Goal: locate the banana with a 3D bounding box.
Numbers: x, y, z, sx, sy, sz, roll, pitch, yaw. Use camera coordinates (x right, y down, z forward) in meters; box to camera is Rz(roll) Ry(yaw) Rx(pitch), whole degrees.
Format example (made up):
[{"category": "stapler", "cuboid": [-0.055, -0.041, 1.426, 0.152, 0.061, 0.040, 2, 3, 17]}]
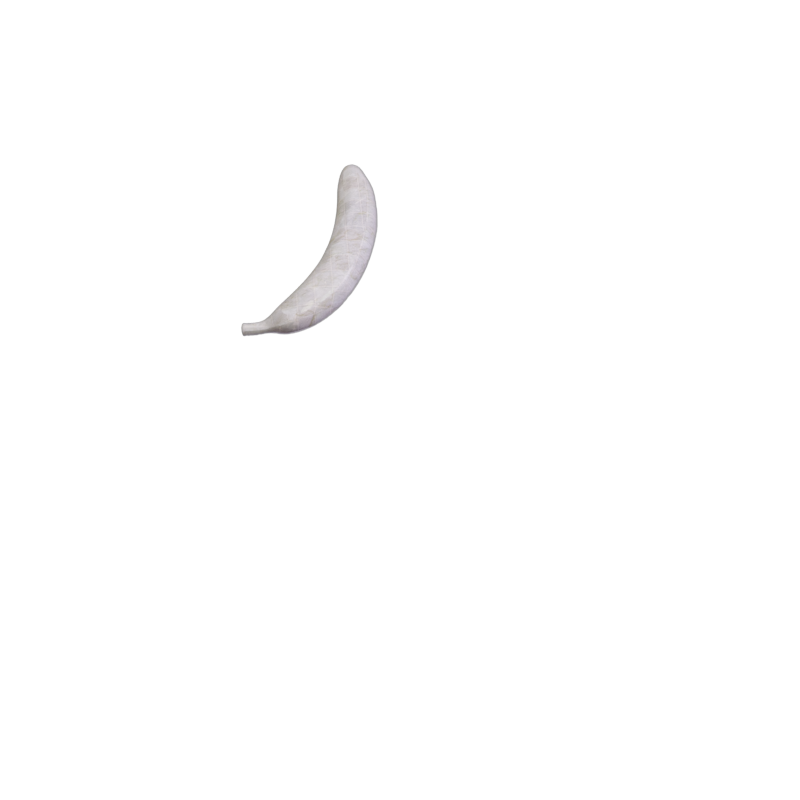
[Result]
[{"category": "banana", "cuboid": [-0.059, -0.125, 0.942, 0.072, 0.205, 0.034, 22, -31, 13]}]
